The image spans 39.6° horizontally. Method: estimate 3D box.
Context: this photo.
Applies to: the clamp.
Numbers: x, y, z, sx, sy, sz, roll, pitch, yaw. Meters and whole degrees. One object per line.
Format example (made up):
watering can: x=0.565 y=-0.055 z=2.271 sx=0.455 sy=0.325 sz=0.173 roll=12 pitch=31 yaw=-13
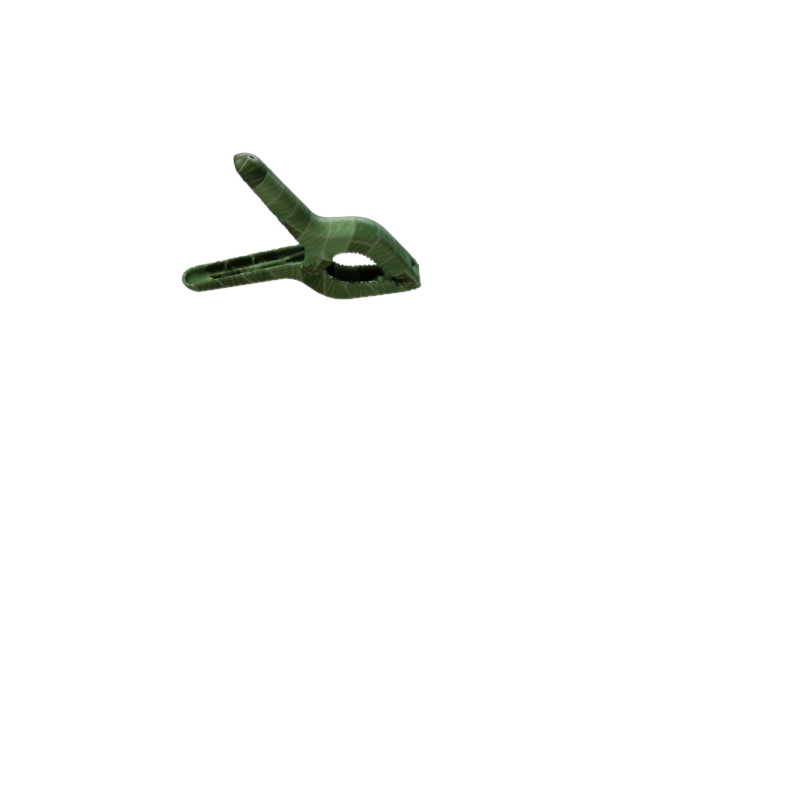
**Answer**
clamp: x=-0.076 y=-0.139 z=0.977 sx=0.206 sy=0.039 sz=0.156 roll=10 pitch=-40 yaw=-12
